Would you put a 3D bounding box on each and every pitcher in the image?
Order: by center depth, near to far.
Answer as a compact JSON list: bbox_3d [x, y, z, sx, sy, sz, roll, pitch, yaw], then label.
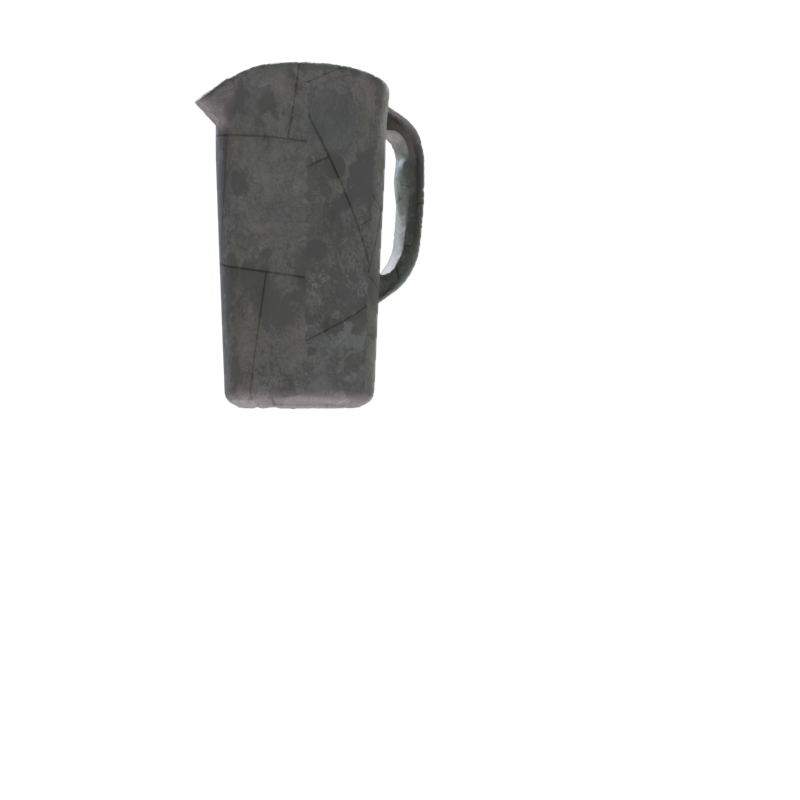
[{"bbox_3d":[-0.064,-0.117,0.820,0.152,0.248,0.140,-2,-8,12],"label":"pitcher"}]
